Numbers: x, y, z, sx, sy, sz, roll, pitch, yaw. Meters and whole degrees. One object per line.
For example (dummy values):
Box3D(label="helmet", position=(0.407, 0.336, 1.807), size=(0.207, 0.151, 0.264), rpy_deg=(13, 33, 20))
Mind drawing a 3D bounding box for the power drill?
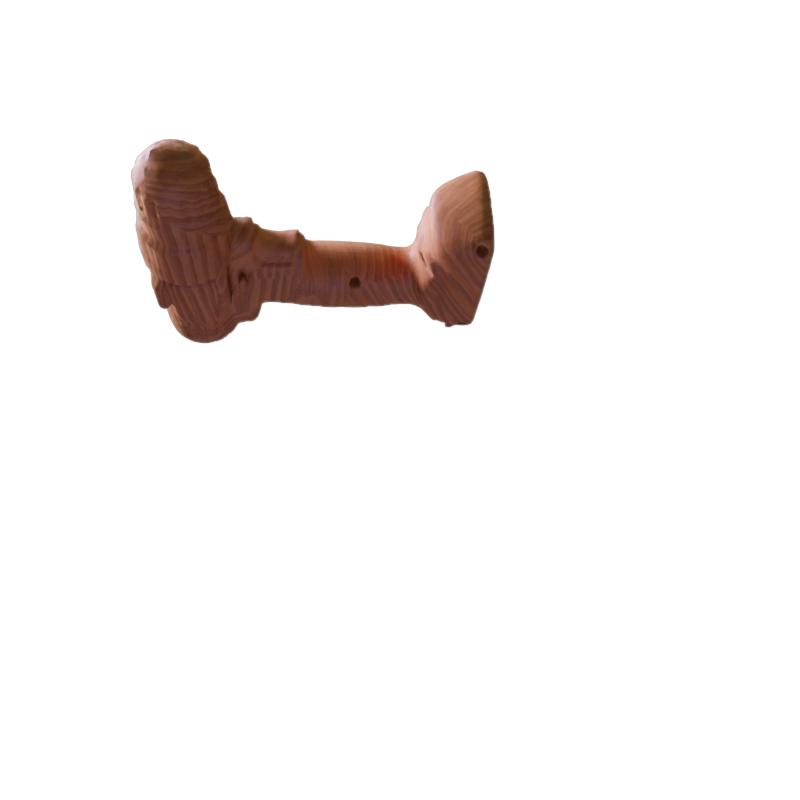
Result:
Box3D(label="power drill", position=(-0.047, -0.086, 0.604), size=(0.187, 0.060, 0.175), rpy_deg=(0, -20, -1))
